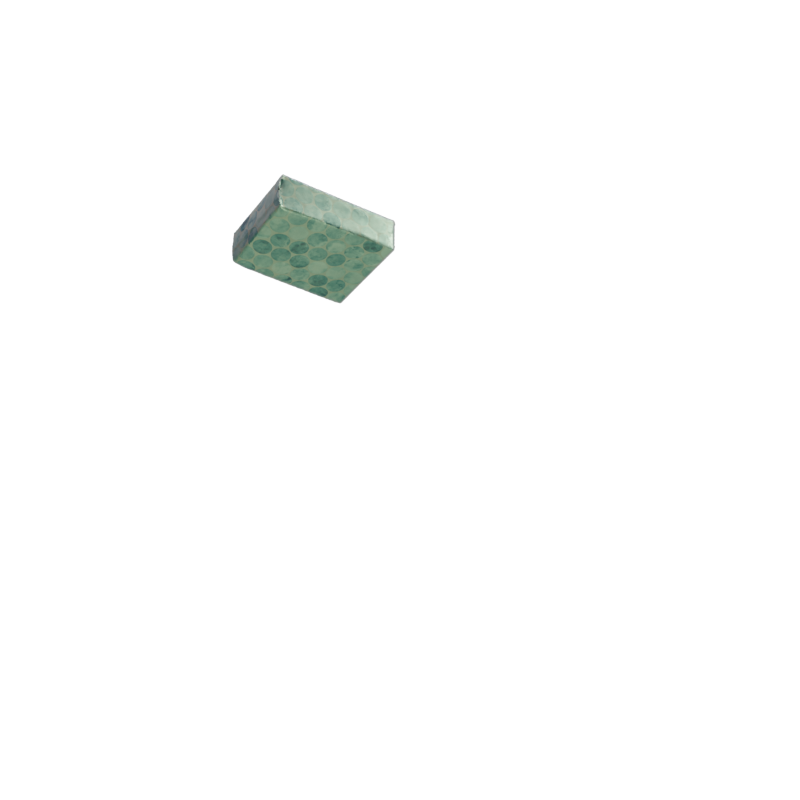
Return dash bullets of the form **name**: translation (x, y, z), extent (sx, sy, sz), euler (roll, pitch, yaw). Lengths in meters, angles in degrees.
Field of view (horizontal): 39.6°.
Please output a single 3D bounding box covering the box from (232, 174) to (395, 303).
- **box**: translation (-0.074, -0.134, 0.942), extent (0.108, 0.042, 0.088), euler (19, -40, -25)
